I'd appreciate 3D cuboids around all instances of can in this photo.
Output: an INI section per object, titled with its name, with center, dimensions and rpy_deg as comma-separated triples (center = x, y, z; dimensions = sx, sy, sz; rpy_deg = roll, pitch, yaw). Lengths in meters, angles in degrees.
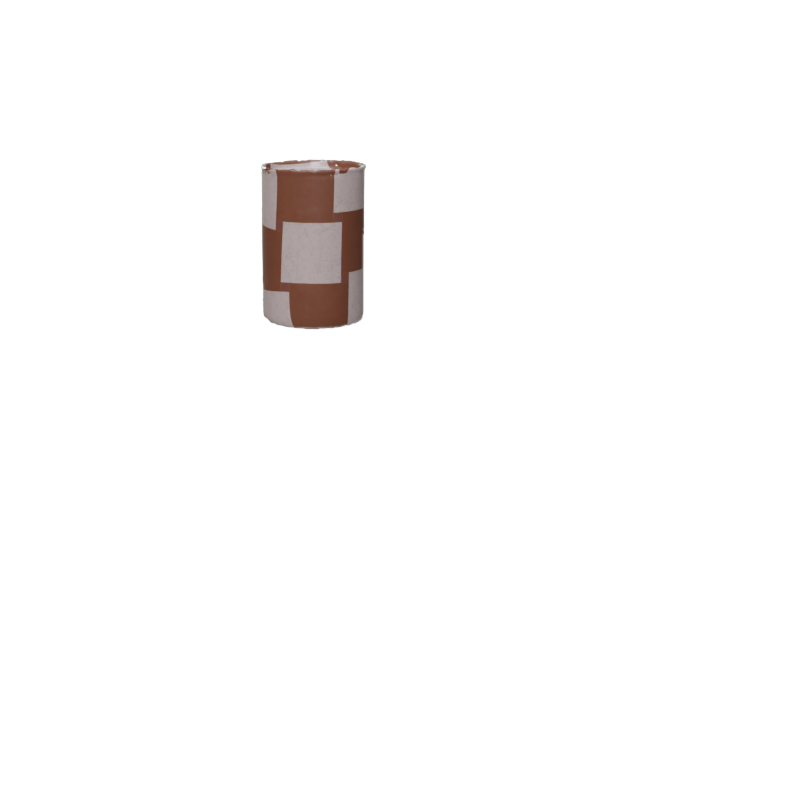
[can]
center = -0.057, -0.104, 0.727
dimensions = 0.068, 0.100, 0.070
rpy_deg = 0, 12, -2
